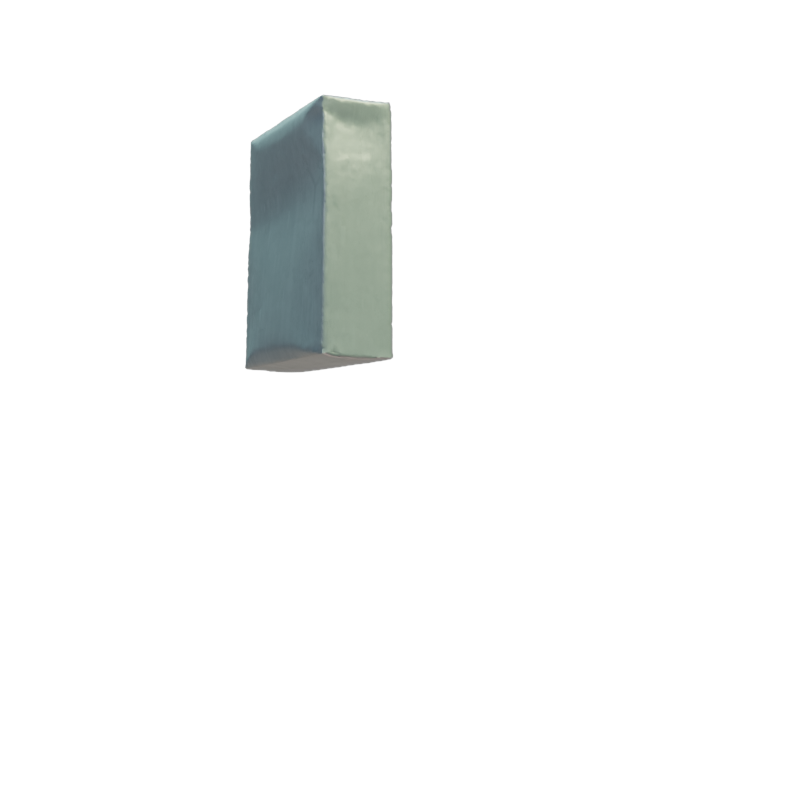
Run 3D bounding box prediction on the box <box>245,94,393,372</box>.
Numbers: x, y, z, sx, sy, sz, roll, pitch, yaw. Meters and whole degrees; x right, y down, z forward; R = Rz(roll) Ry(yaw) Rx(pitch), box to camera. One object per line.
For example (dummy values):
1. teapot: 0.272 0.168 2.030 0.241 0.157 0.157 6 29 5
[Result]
1. box: -0.074 -0.135 0.948 0.069 0.219 0.167 4 -8 -28
